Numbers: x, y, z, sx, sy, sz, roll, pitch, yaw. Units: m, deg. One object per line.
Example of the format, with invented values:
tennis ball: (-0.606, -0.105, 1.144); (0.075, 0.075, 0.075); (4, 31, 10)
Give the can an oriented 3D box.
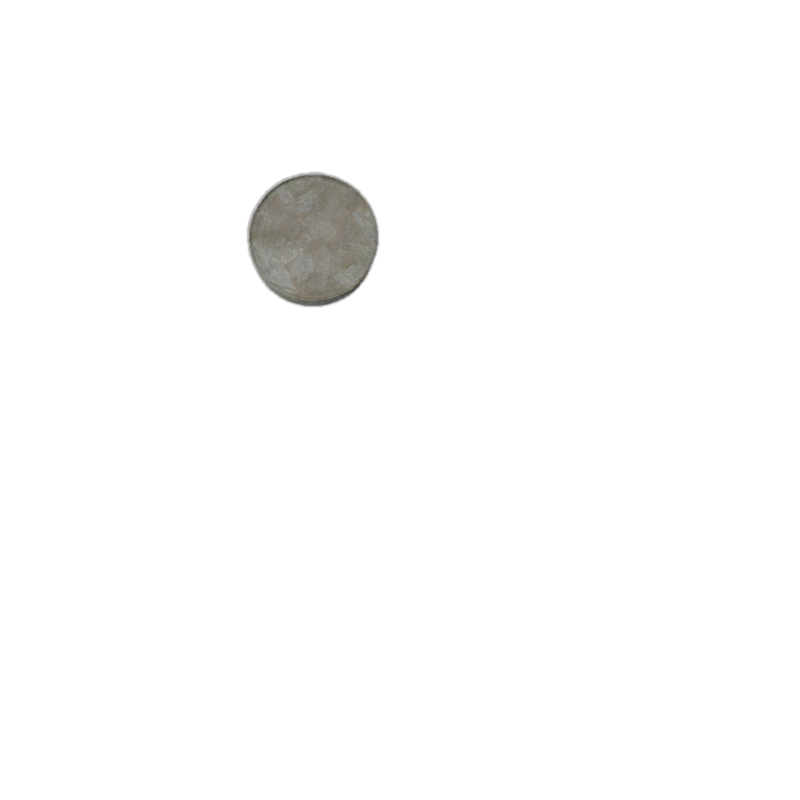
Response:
can: (-0.058, -0.106, 0.743); (0.086, 0.088, 0.033); (0, -11, -1)
